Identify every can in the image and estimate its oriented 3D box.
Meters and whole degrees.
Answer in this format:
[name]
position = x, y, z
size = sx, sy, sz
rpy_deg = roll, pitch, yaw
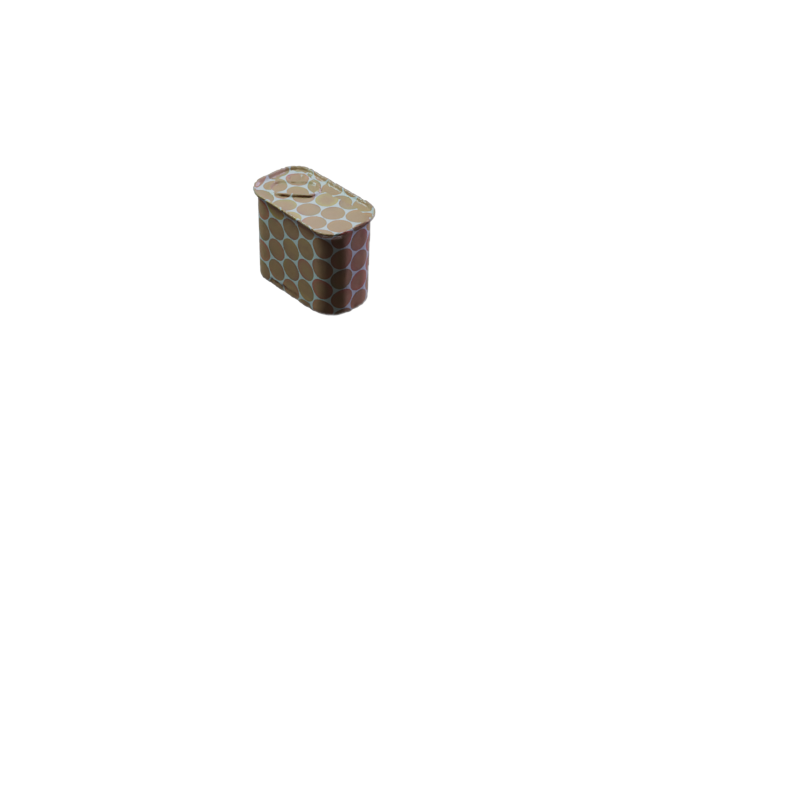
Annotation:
[can]
position = -0.069, -0.126, 0.883
size = 0.057, 0.078, 0.109
rpy_deg = -29, 48, -33
